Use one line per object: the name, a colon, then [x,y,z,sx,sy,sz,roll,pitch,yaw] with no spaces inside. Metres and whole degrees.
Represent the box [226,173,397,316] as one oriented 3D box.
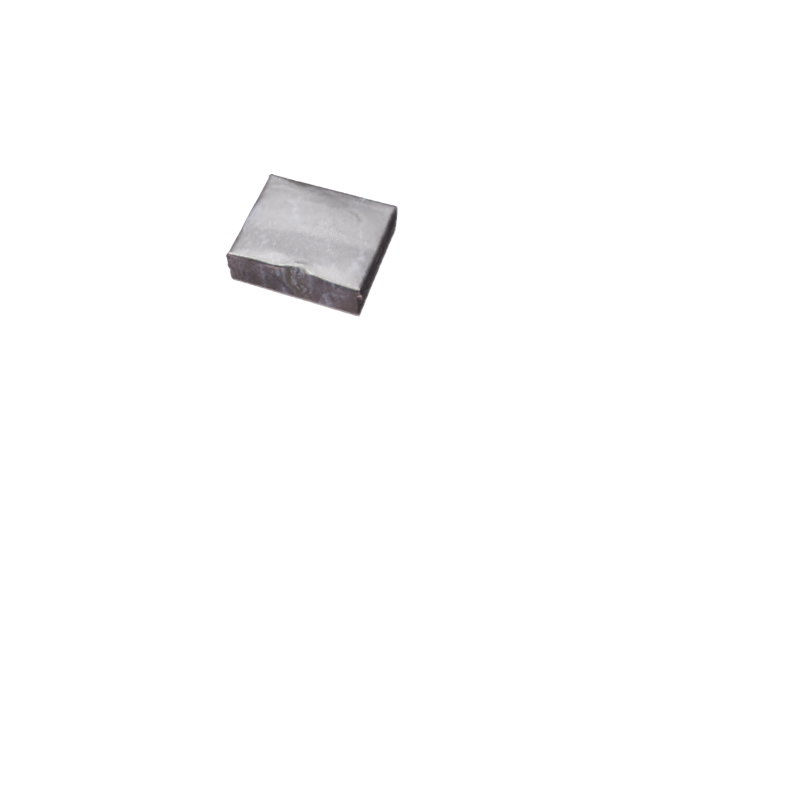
box: [-0.055,-0.100,0.698,0.091,0.076,0.028,16,-35,11]
